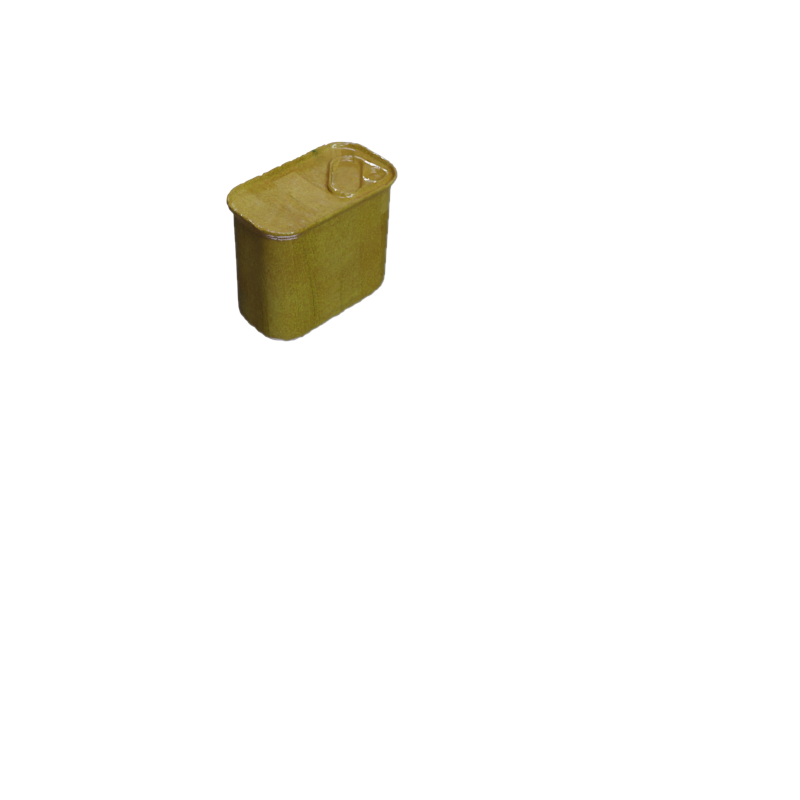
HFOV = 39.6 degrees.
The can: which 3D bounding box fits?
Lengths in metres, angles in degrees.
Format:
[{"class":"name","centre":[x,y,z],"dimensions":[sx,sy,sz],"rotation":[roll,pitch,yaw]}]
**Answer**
[{"class":"can","centre":[-0.052,-0.095,0.664],"dimensions":[0.102,0.078,0.061],"rotation":[-32,52,-32]}]
